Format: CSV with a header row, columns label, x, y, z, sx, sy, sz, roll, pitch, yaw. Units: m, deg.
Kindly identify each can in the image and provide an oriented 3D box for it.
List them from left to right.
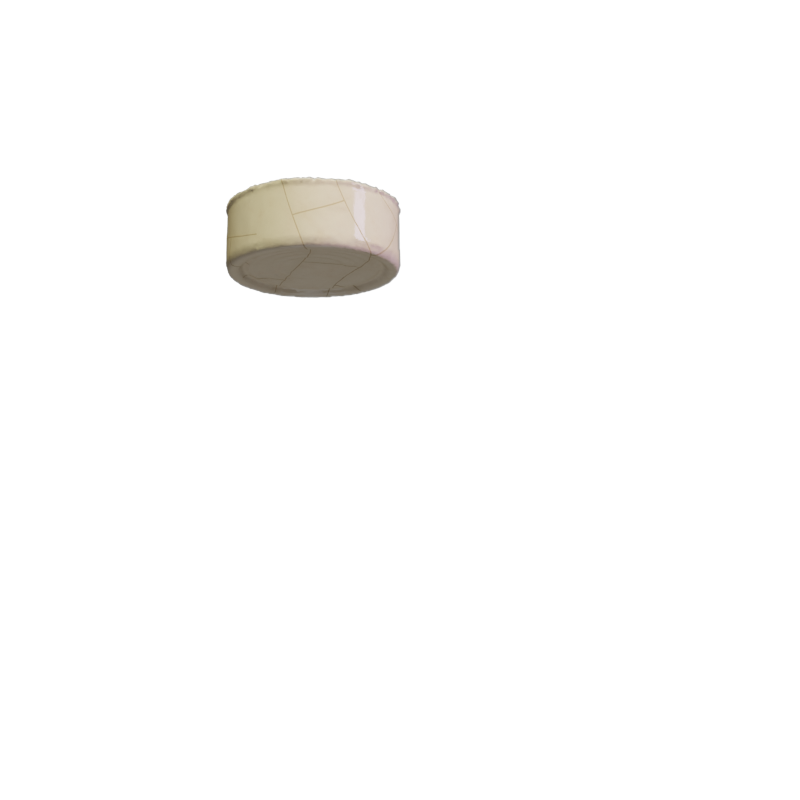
label,x,y,z,sx,sy,sz,roll,pitch,yaw
can,-0.042,-0.077,0.541,0.086,0.035,0.083,0,-13,-2
